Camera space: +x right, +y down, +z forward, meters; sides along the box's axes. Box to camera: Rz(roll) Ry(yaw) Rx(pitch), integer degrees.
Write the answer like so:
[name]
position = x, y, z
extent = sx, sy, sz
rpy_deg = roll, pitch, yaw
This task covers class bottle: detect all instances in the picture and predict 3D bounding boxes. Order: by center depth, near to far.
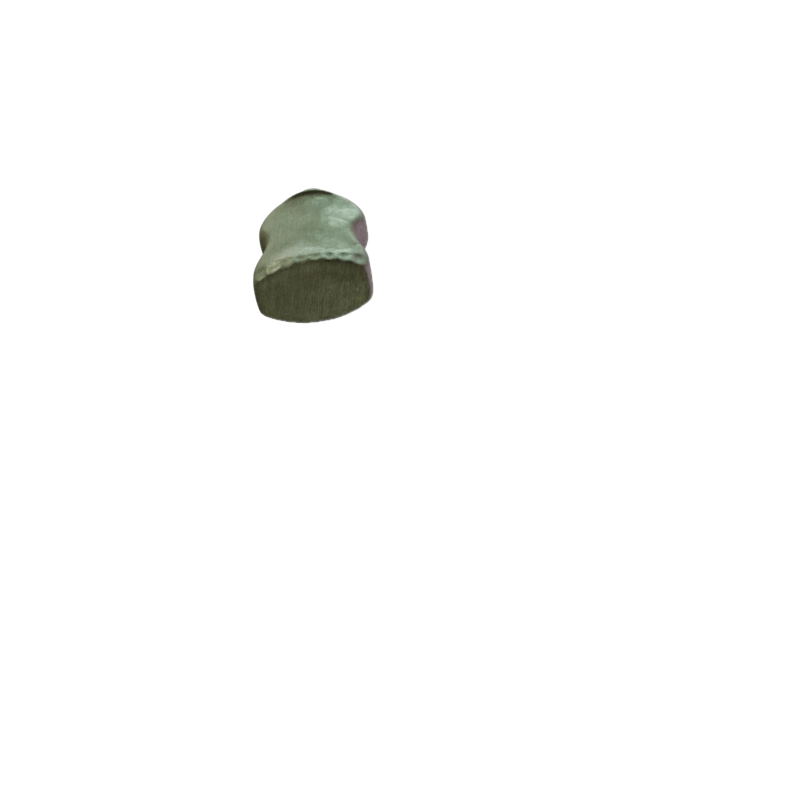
[bottle]
position = -0.076, -0.138, 0.970
extent = 0.096, 0.055, 0.204
rpy_deg = -10, 32, 3
